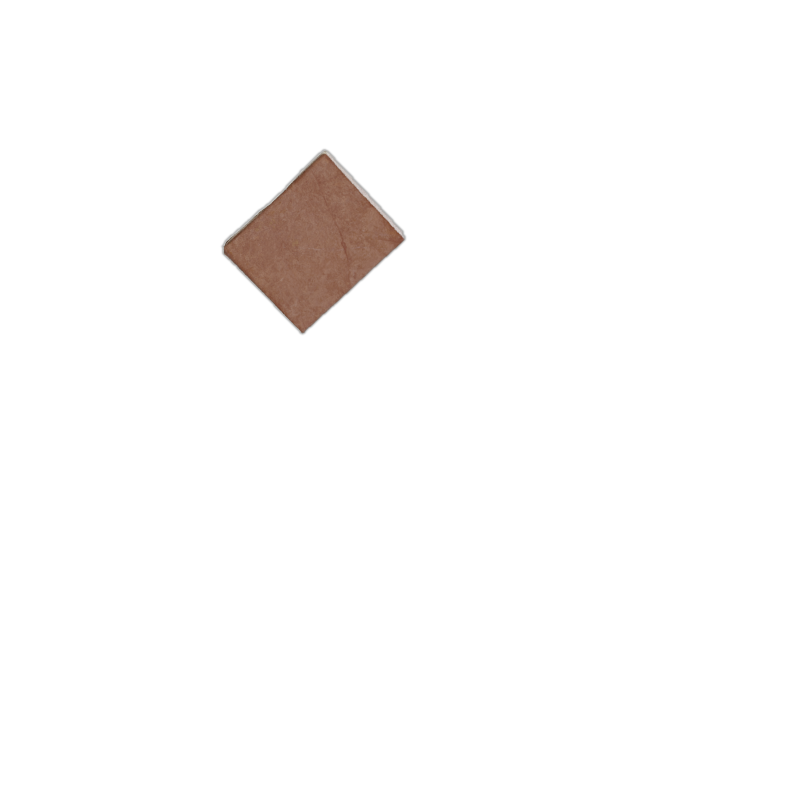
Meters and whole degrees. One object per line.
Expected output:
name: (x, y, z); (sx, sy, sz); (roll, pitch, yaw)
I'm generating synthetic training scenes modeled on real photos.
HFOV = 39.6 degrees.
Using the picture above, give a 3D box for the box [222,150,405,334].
box: (-0.054, -0.097, 0.683); (0.089, 0.072, 0.031); (-42, 8, 6)
